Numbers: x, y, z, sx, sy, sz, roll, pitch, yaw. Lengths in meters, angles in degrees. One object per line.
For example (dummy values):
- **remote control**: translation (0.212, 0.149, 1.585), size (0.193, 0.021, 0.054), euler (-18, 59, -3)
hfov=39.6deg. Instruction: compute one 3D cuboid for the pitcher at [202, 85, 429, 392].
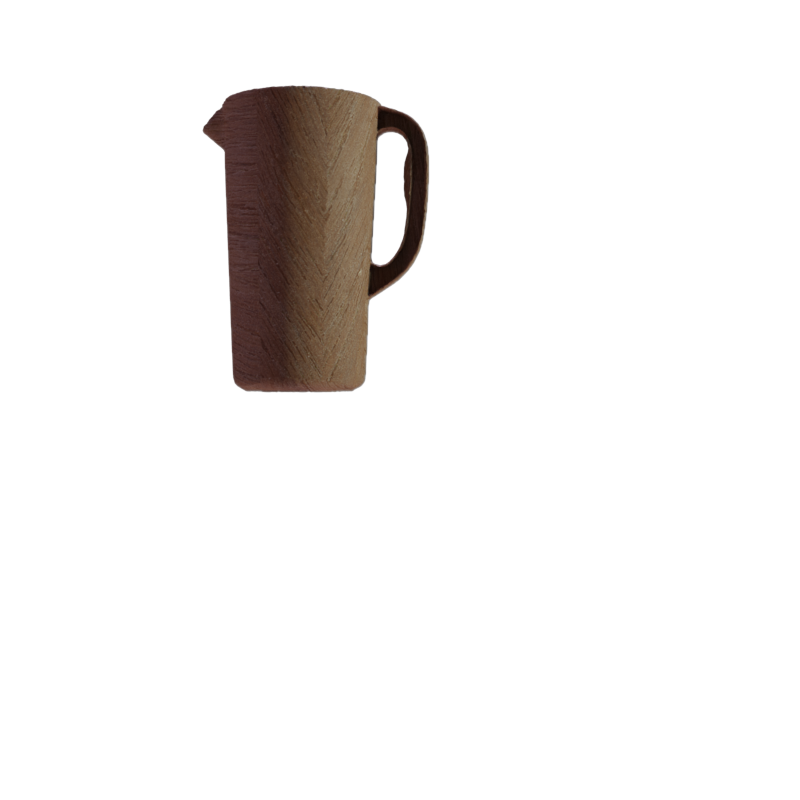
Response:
- **pitcher**: translation (-0.071, -0.130, 0.908), size (0.139, 0.246, 0.154), euler (3, -5, -40)
